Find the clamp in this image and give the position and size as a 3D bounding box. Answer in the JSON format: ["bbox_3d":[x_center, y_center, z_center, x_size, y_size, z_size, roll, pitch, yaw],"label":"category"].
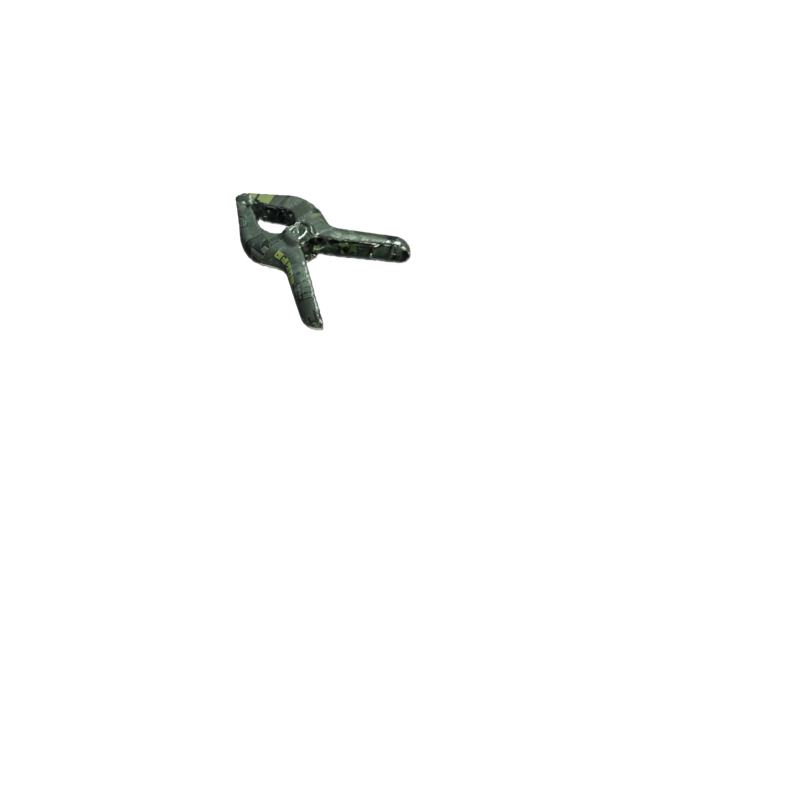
[{"bbox_3d":[-0.078,-0.141,0.991,0.120,0.036,0.184,-28,54,-23],"label":"clamp"}]
